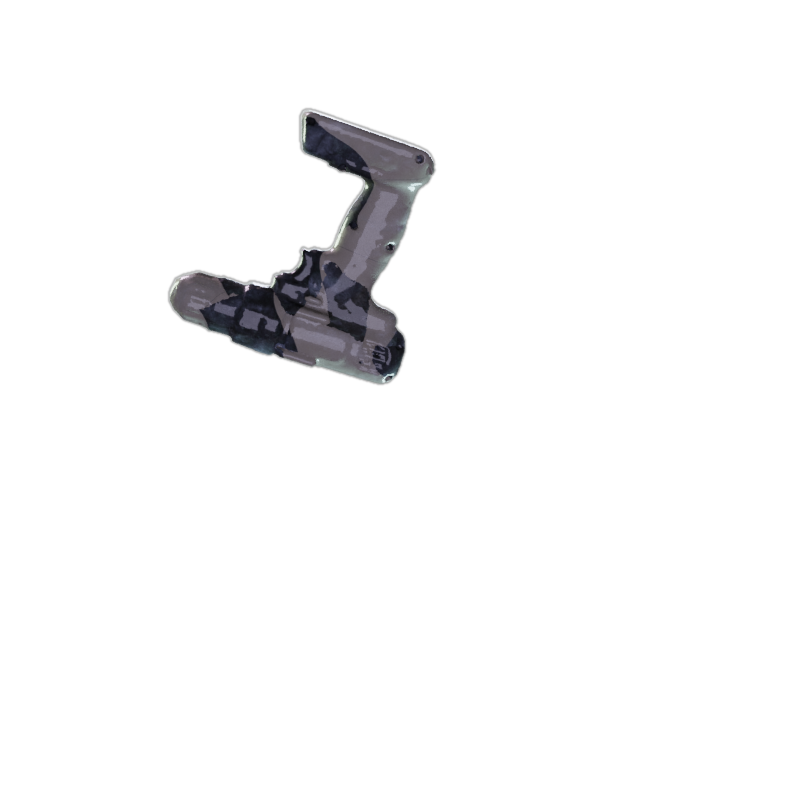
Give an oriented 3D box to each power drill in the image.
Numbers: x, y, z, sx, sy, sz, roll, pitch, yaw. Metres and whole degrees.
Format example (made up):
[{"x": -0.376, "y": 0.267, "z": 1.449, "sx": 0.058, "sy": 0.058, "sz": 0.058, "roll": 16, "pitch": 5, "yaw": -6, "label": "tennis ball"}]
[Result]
[{"x": -0.065, "y": -0.119, "z": 0.835, "sx": 0.183, "sy": 0.184, "sz": 0.059, "roll": 18, "pitch": 10, "yaw": -4, "label": "power drill"}]
